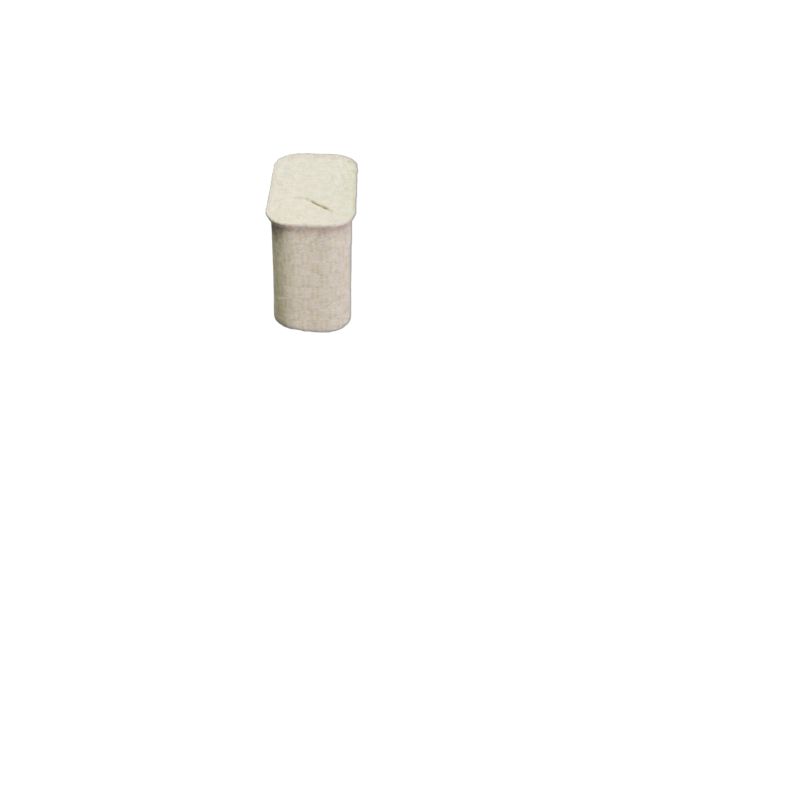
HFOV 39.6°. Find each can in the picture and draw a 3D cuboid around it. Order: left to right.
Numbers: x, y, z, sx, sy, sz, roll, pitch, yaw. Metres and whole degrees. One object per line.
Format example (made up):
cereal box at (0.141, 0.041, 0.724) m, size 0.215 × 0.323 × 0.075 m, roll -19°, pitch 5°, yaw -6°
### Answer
can at (-0.058, -0.106, 0.744) m, size 0.057 × 0.079 × 0.108 m, roll 1°, pitch 34°, yaw -1°
